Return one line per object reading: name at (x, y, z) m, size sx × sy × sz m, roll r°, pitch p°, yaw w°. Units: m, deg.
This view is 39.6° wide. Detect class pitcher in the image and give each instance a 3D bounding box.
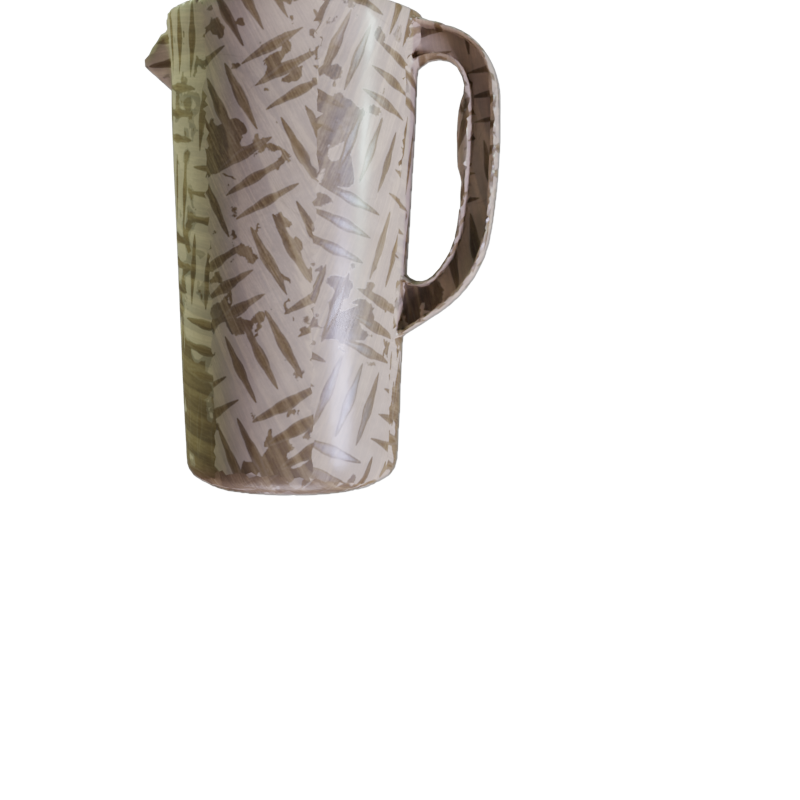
pitcher at (-0.044, -0.081, 0.567) m, size 0.140 × 0.244 × 0.154 m, roll 0°, pitch 1°, yaw -31°
